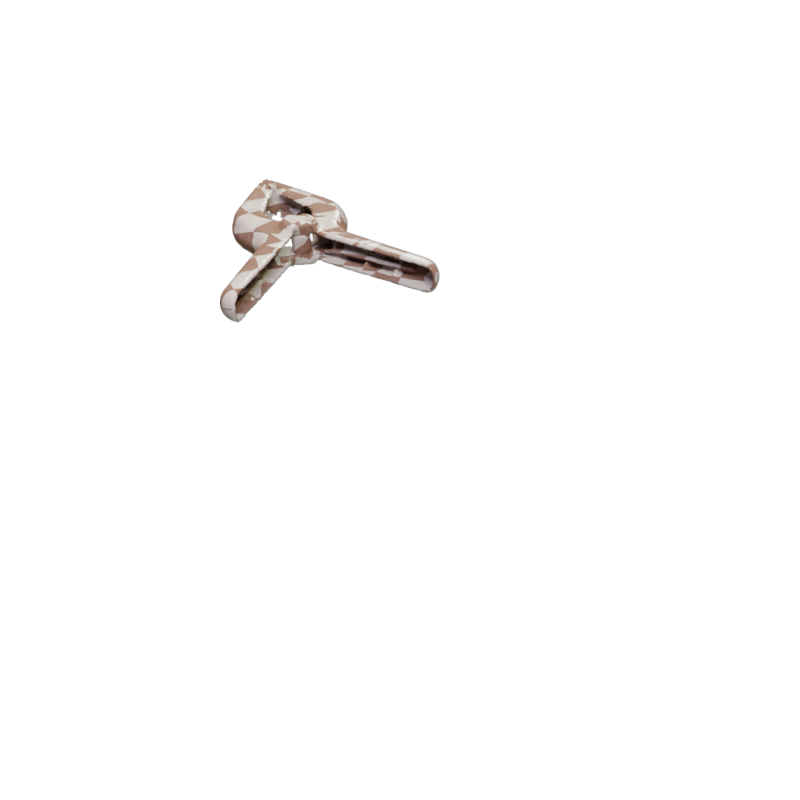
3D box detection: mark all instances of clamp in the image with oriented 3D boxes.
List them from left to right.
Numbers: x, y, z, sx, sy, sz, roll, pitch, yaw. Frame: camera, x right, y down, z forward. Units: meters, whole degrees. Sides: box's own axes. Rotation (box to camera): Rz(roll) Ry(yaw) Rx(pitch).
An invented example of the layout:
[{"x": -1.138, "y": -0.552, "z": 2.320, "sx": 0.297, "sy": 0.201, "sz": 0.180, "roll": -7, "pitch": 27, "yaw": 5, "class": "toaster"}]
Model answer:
[{"x": -0.069, "y": -0.126, "z": 0.882, "sx": 0.163, "sy": 0.034, "sz": 0.225, "roll": -6, "pitch": 32, "yaw": -10, "class": "clamp"}]
